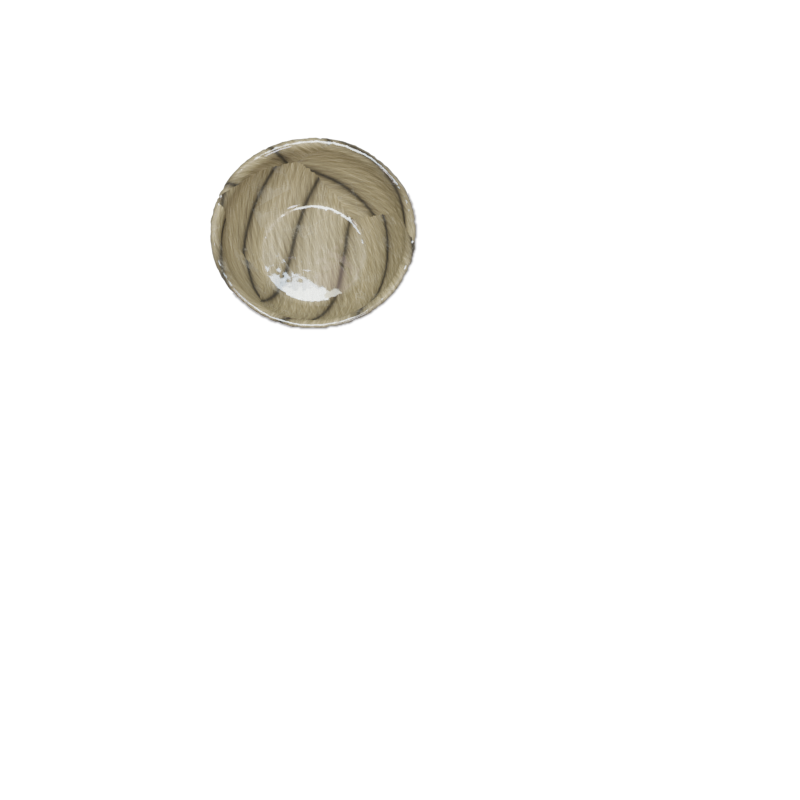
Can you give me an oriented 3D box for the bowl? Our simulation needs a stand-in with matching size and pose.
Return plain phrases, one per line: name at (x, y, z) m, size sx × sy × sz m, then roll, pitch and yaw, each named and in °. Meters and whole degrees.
bowl at (-0.070, -0.127, 0.891) m, size 0.162 × 0.170 × 0.052 m, roll -1°, pitch -20°, yaw -1°
